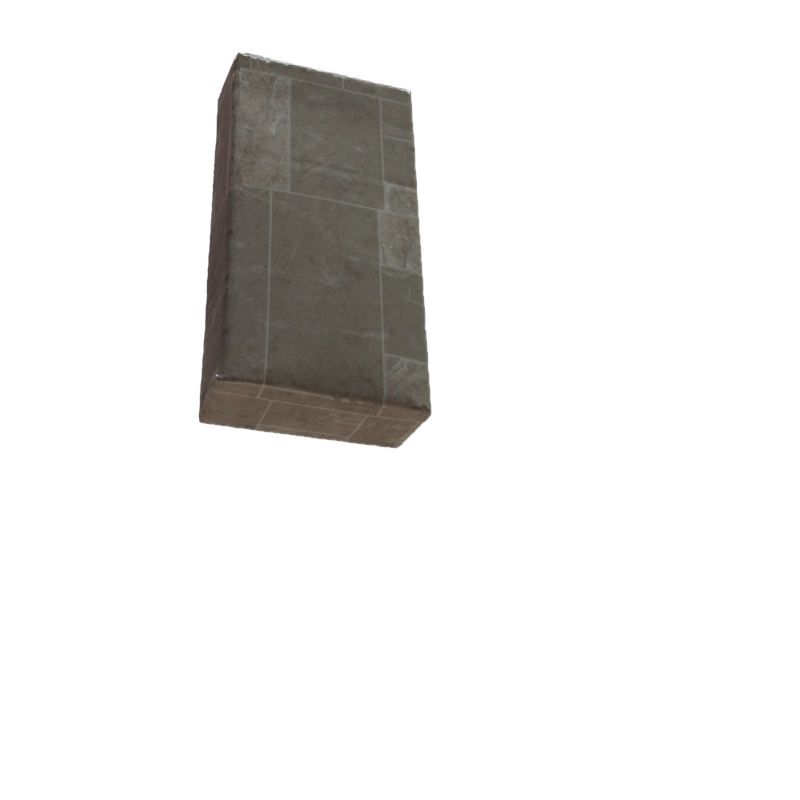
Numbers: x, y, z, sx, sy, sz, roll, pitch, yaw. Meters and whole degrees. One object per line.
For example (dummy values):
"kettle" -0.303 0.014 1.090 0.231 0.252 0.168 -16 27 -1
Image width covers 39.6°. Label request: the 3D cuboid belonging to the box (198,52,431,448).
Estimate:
"box" -0.040 -0.072 0.506 0.091 0.188 0.046 9 -34 -17
